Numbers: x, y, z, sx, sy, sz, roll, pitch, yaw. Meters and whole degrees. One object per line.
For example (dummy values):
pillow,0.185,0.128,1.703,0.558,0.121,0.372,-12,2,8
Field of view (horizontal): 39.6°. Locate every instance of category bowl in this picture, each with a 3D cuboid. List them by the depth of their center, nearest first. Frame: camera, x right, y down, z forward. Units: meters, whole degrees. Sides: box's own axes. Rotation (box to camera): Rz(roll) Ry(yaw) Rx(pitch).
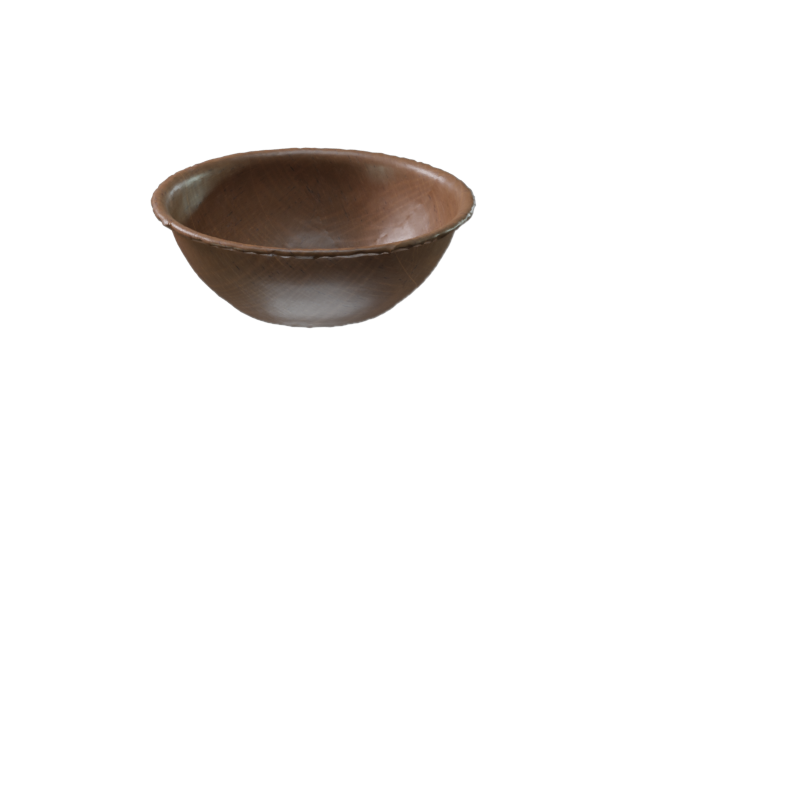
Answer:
bowl,-0.044,-0.081,0.565,0.162,0.052,0.171,-1,28,-2
